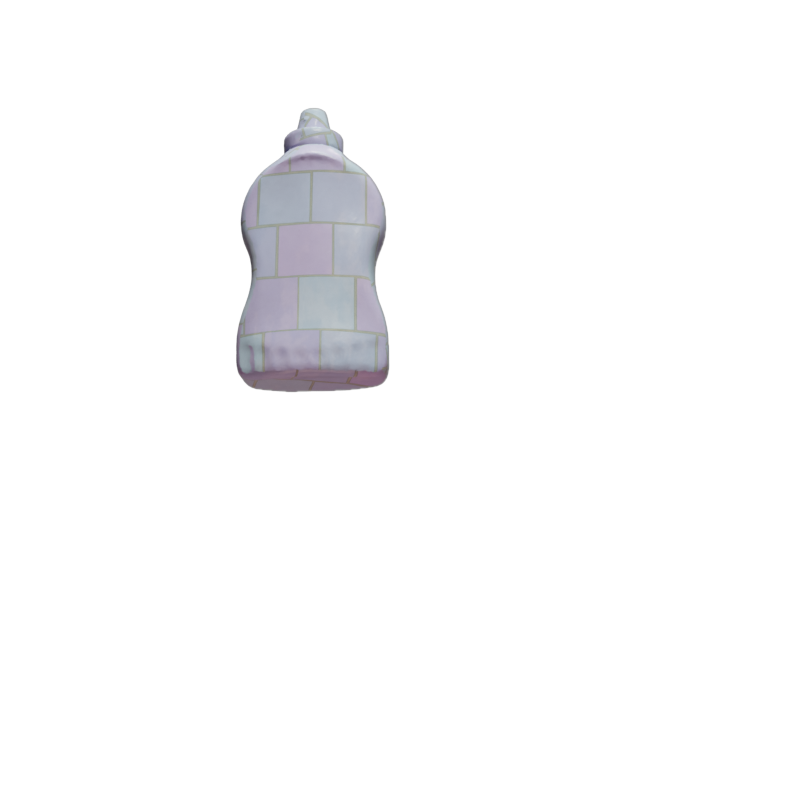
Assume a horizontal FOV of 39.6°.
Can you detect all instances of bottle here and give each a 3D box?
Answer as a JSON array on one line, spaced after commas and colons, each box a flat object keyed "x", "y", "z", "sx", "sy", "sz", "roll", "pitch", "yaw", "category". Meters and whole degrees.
[{"x": -0.057, "y": -0.104, "z": 0.732, "sx": 0.097, "sy": 0.201, "sz": 0.055, "roll": -3, "pitch": -20, "yaw": 5, "category": "bottle"}]
